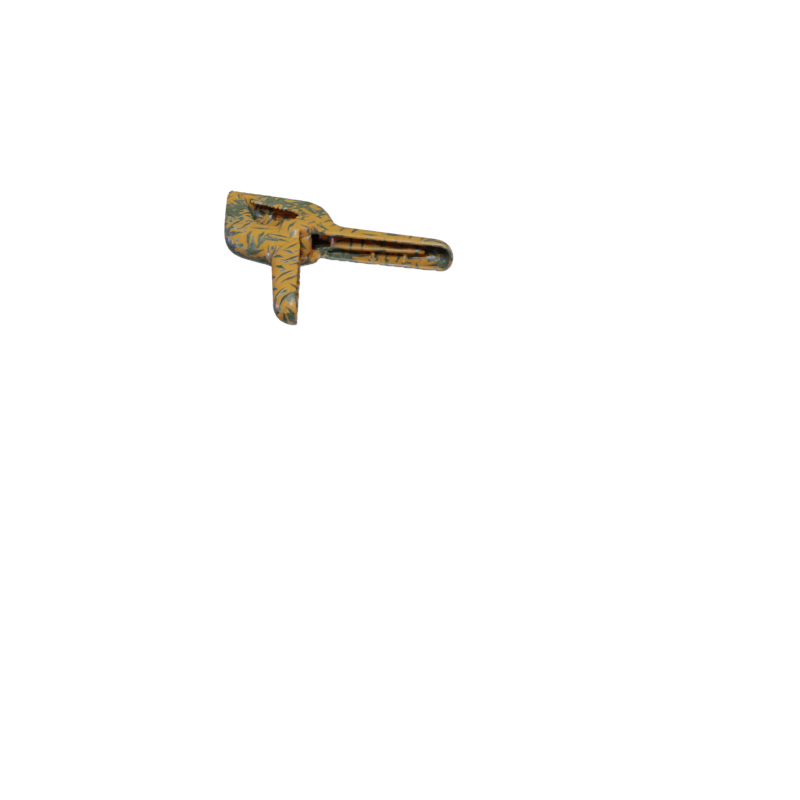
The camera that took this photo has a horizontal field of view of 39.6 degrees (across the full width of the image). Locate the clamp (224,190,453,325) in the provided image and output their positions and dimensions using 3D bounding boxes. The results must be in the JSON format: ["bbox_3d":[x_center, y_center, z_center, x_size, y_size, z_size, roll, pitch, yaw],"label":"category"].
[{"bbox_3d":[-0.071,-0.130,0.910,0.162,0.034,0.226,-17,34,-27],"label":"clamp"}]
